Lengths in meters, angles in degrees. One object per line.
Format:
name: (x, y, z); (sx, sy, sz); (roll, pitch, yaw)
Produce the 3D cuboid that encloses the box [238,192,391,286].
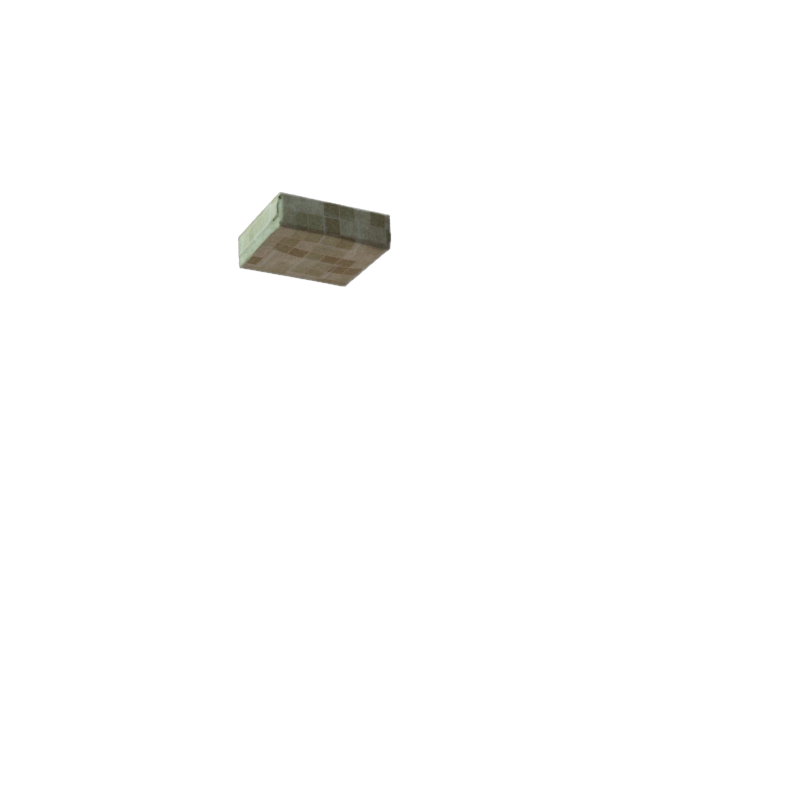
box: (-0.078, -0.142, 0.993); (0.109, 0.041, 0.089); (11, -24, -26)
